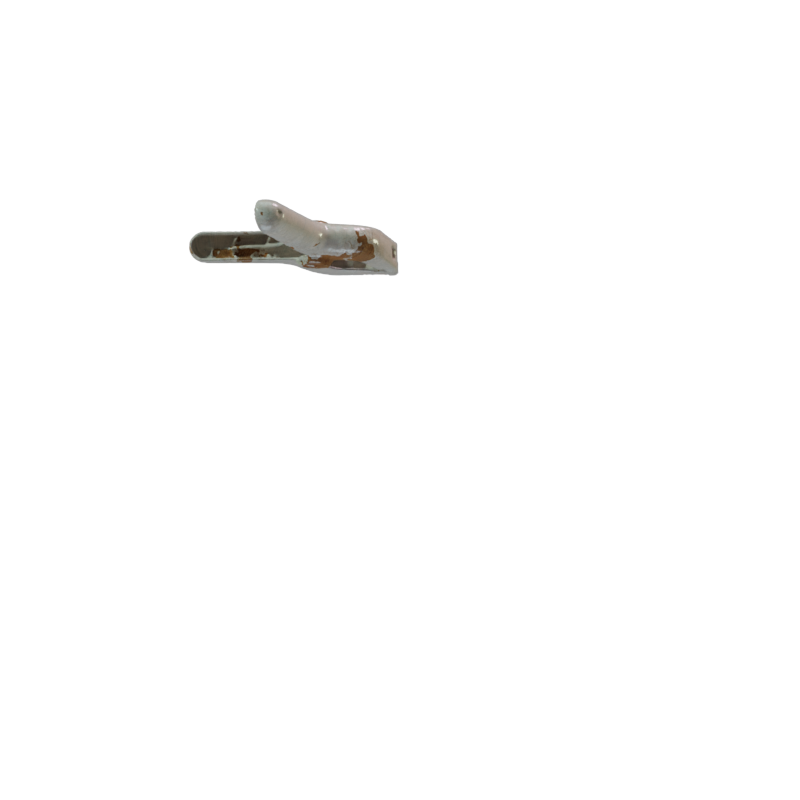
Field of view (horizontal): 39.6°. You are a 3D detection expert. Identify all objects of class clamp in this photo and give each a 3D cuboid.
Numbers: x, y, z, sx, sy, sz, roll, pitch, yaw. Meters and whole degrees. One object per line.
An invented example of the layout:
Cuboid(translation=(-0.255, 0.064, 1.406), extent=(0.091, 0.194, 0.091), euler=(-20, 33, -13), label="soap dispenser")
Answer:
Cuboid(translation=(-0.068, -0.124, 0.871), extent=(0.166, 0.040, 0.122), euler=(1, -2, -25), label="clamp")
